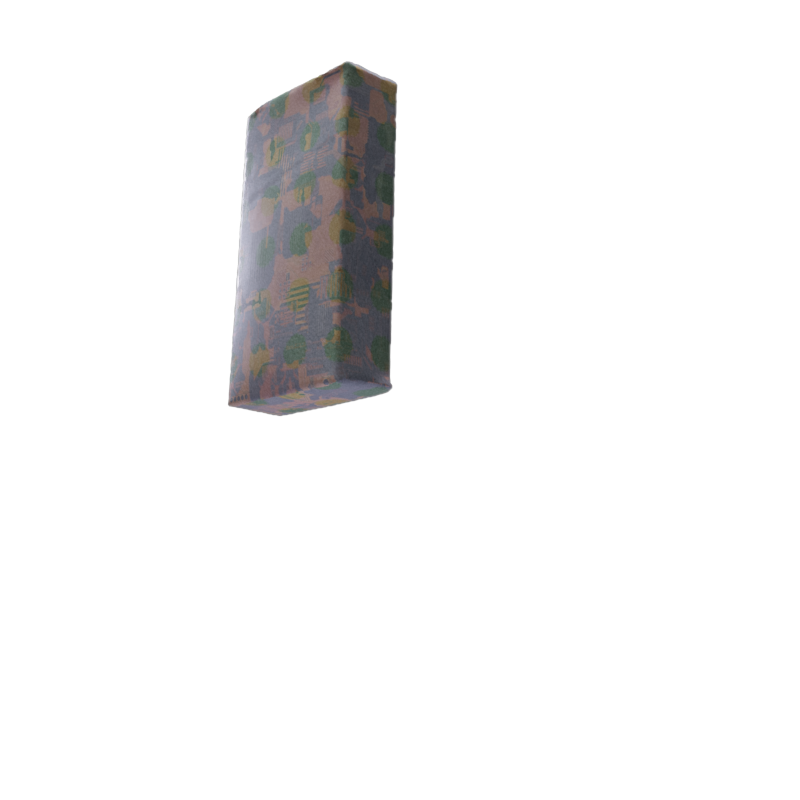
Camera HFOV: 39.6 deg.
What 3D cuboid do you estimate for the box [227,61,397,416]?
[{"bbox_3d":[-0.048,-0.086,0.603,0.045,0.184,0.095,15,-22,-41],"label":"box"}]
